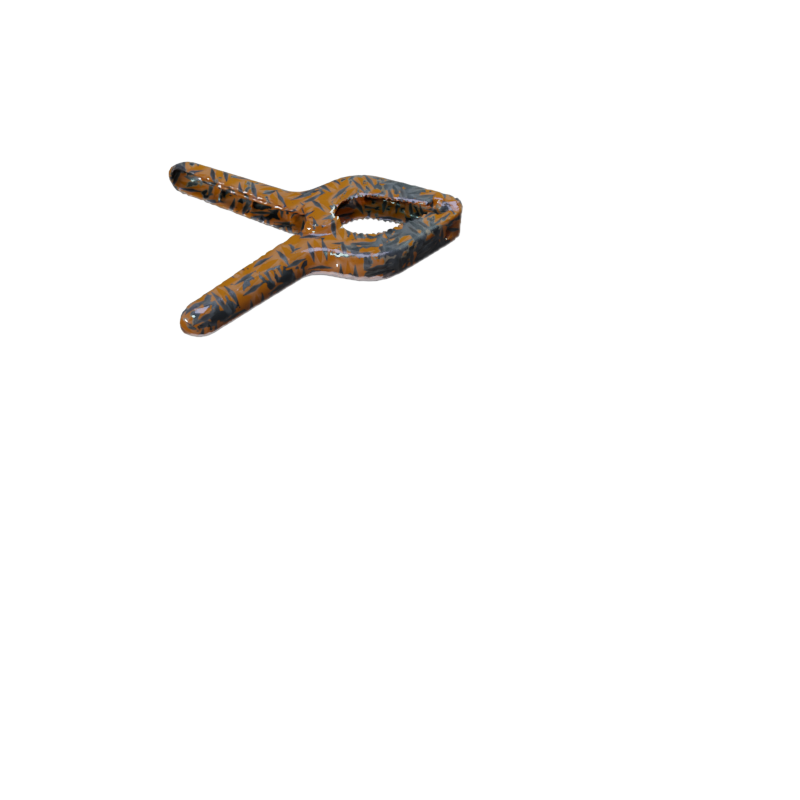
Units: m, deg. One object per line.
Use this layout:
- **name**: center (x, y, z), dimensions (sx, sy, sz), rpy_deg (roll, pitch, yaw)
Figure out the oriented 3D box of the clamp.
- **clamp**: center (-0.060, -0.109, 0.766), dimensions (0.209, 0.177, 0.034), rpy_deg (-2, -42, -2)
